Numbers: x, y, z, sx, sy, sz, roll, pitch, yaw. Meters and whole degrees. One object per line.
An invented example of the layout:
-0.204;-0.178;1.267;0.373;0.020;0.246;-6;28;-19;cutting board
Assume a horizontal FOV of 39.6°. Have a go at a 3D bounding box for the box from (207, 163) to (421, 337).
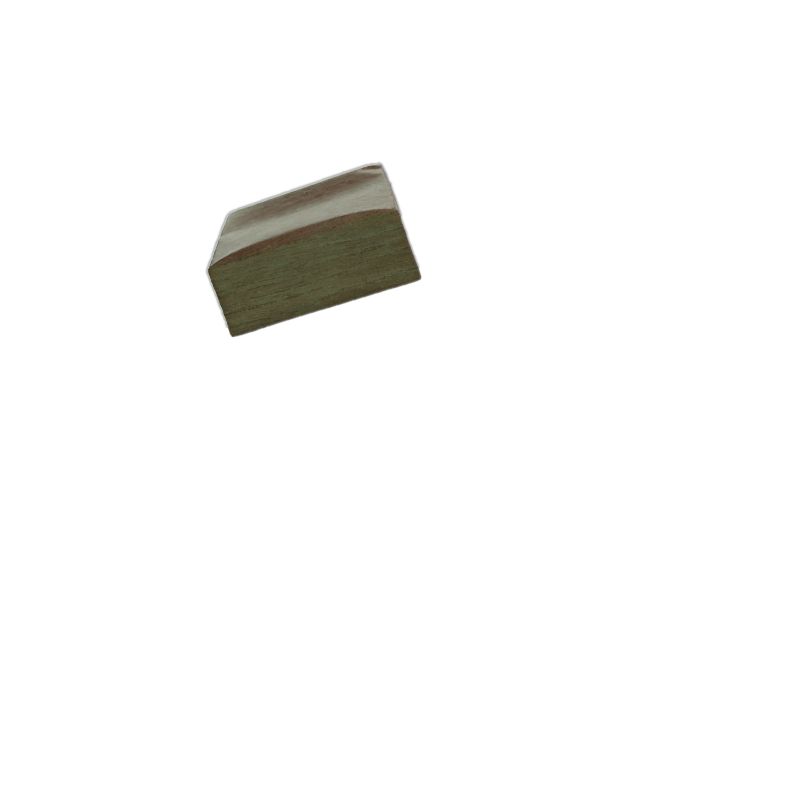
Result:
-0.077;-0.141;0.985;0.164;0.069;0.223;-17;21;3;box
